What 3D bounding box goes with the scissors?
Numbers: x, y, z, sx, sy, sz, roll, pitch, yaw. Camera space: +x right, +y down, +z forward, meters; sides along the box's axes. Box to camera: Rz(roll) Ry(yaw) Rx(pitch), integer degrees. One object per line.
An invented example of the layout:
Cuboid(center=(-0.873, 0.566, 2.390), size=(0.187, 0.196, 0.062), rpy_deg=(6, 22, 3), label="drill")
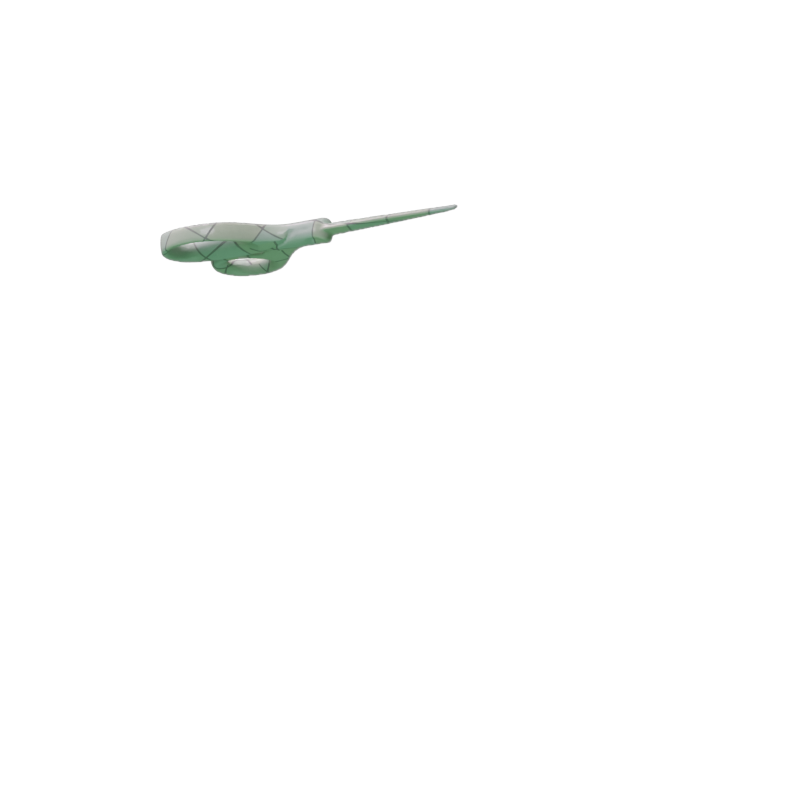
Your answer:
Cuboid(center=(-0.057, -0.104, 0.730), size=(0.205, 0.016, 0.092), rpy_deg=(-2, -10, 13), label="scissors")
